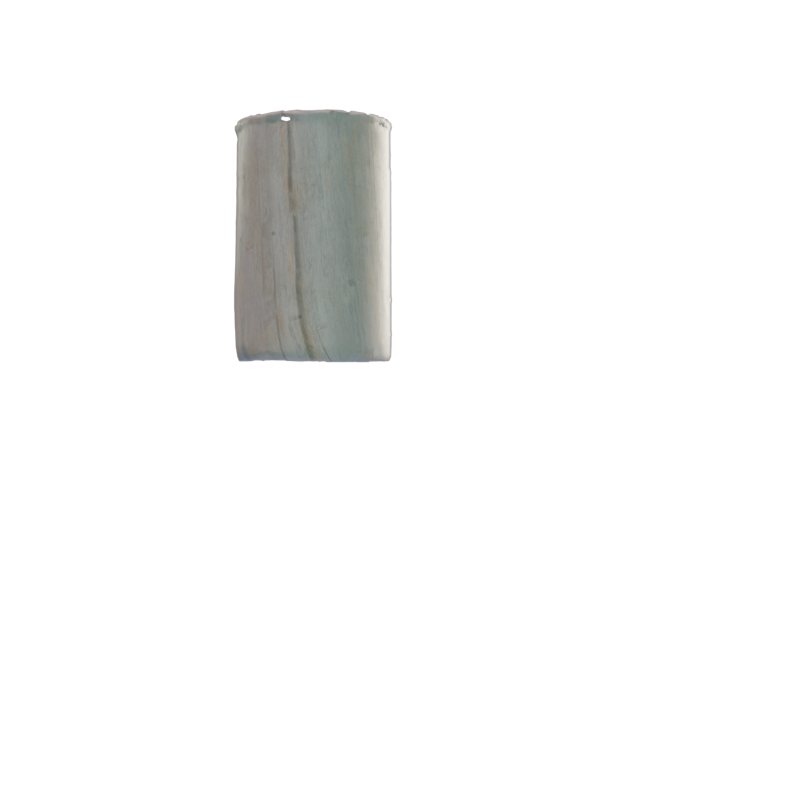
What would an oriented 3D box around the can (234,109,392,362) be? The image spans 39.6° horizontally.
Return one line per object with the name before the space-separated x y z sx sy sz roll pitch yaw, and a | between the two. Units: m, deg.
can | -0.037 -0.068 0.475 0.068 0.103 0.068 0 -3 -2
